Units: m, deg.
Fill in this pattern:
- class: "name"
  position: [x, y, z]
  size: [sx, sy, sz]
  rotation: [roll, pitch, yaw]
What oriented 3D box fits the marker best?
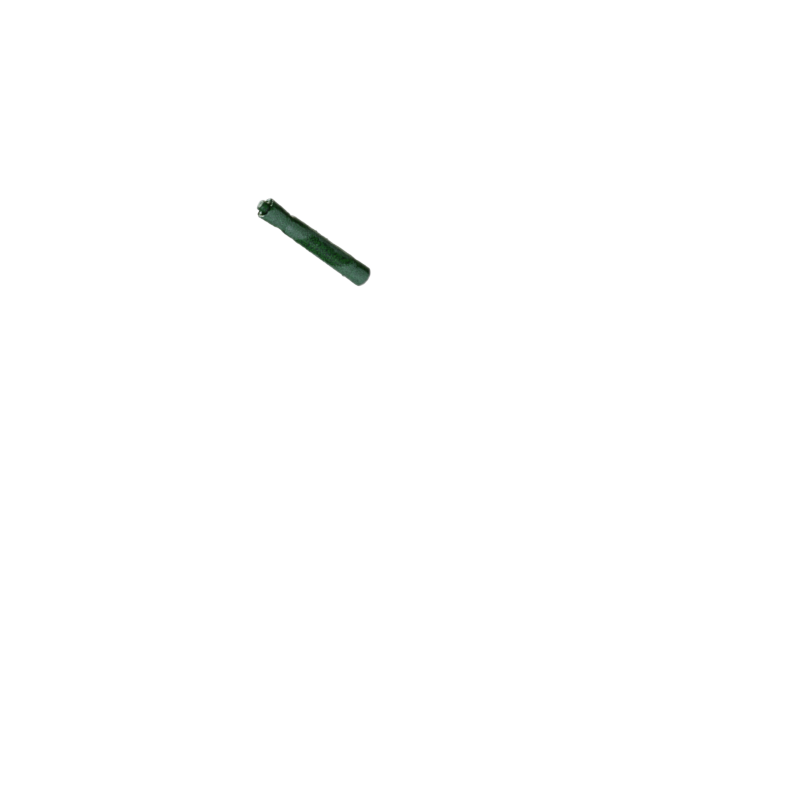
- class: "marker"
  position: [-0.073, -0.133, 0.931]
  size: [0.114, 0.020, 0.020]
  rotation: [33, -15, -30]
